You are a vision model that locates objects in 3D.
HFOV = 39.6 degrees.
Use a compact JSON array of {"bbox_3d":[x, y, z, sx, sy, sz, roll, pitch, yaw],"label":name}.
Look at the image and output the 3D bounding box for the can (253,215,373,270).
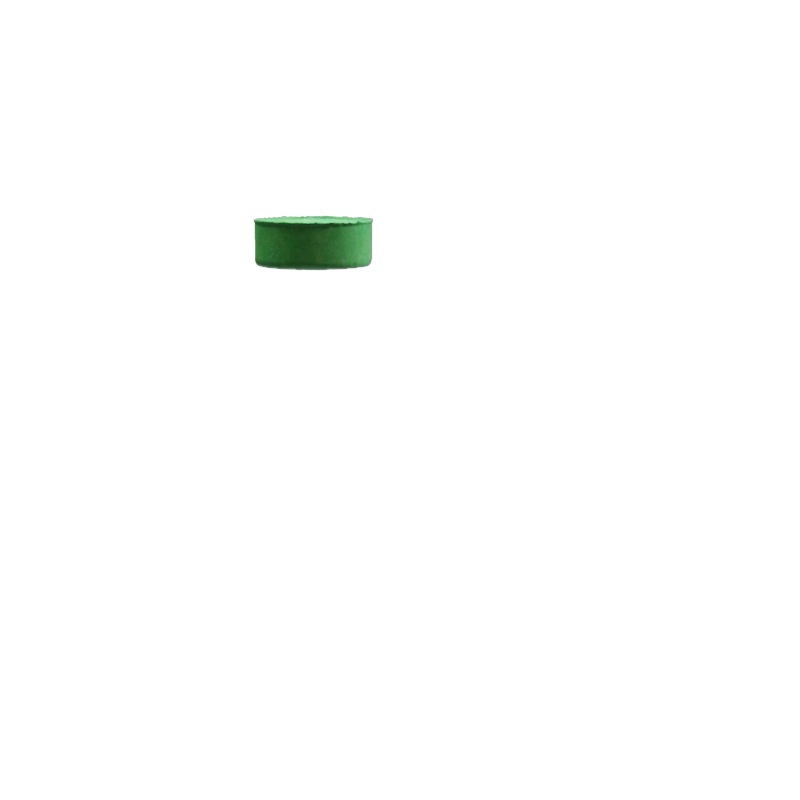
[{"bbox_3d":[-0.062,-0.114,0.797,0.086,0.033,0.088,0,11,-2],"label":"can"}]
